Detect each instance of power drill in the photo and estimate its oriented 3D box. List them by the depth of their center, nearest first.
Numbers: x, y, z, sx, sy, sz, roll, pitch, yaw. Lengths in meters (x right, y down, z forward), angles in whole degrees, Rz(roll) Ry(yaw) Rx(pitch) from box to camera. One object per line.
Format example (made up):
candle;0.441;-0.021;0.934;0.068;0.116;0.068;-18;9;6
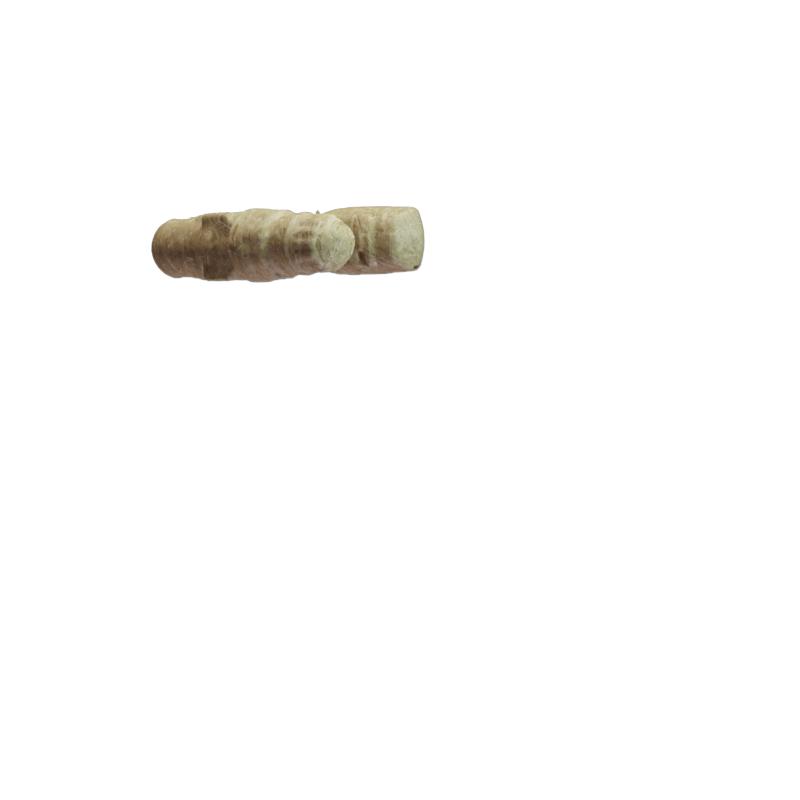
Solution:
power drill;-0.066;-0.120;0.839;0.192;0.057;0.181;7;10;40
